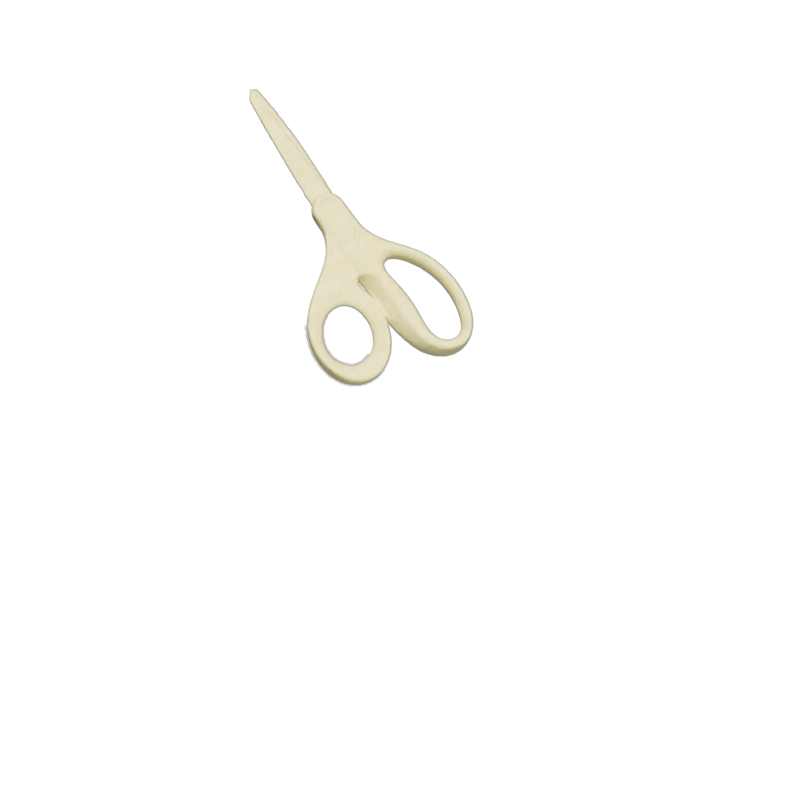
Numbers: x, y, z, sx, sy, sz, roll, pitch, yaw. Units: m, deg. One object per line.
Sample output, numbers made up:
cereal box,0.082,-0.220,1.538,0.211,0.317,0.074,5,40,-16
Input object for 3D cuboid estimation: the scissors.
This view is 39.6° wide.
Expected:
scissors,-0.048,-0.088,0.616,0.097,0.212,0.015,-41,-20,-18
